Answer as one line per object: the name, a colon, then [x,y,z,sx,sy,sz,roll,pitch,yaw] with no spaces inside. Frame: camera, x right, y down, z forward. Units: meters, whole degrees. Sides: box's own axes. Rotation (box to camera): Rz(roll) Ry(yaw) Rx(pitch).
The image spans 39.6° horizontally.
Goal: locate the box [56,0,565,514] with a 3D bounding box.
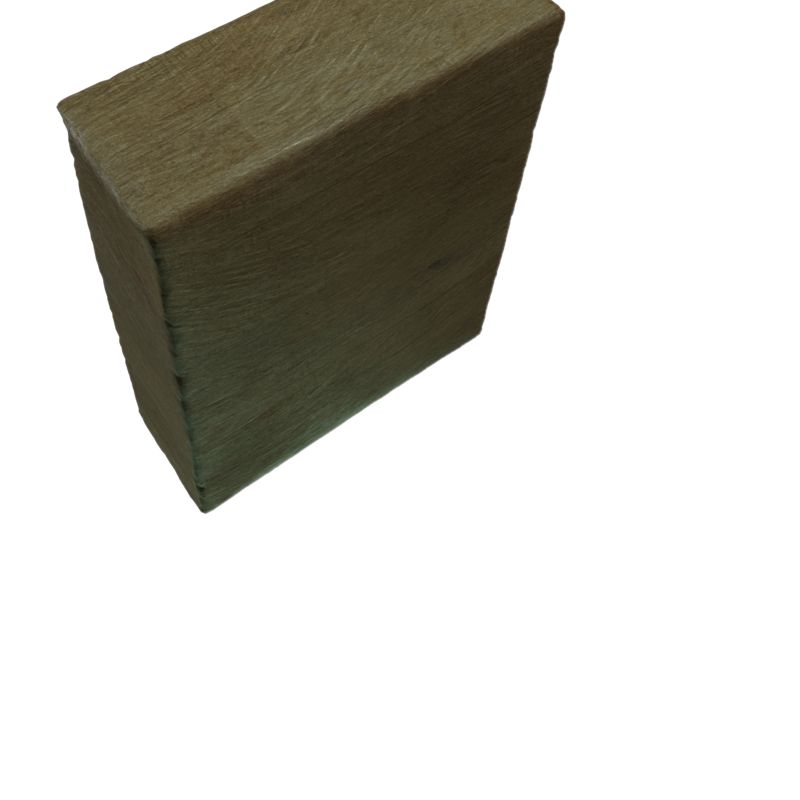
box: [-0.035,-0.063,0.444,0.164,0.076,0.200,-32,-23,-20]
